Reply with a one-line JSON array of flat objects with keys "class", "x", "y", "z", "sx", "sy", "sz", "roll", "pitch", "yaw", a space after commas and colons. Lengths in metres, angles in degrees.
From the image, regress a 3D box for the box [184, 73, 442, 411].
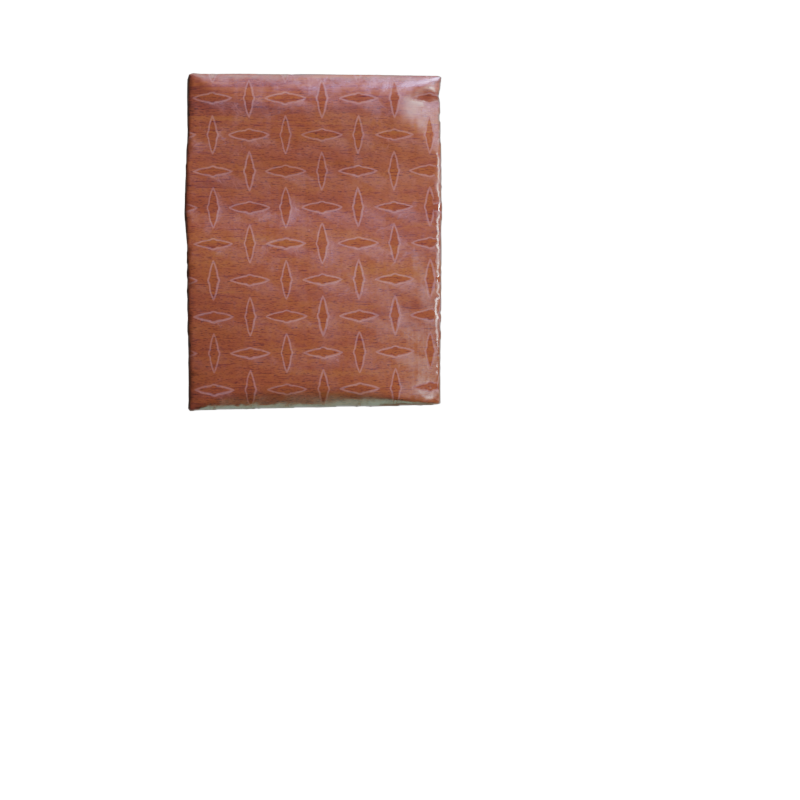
[{"class": "box", "x": -0.057, "y": -0.103, "z": 0.722, "sx": 0.163, "sy": 0.213, "sz": 0.073, "roll": 0, "pitch": 3, "yaw": -4}]
